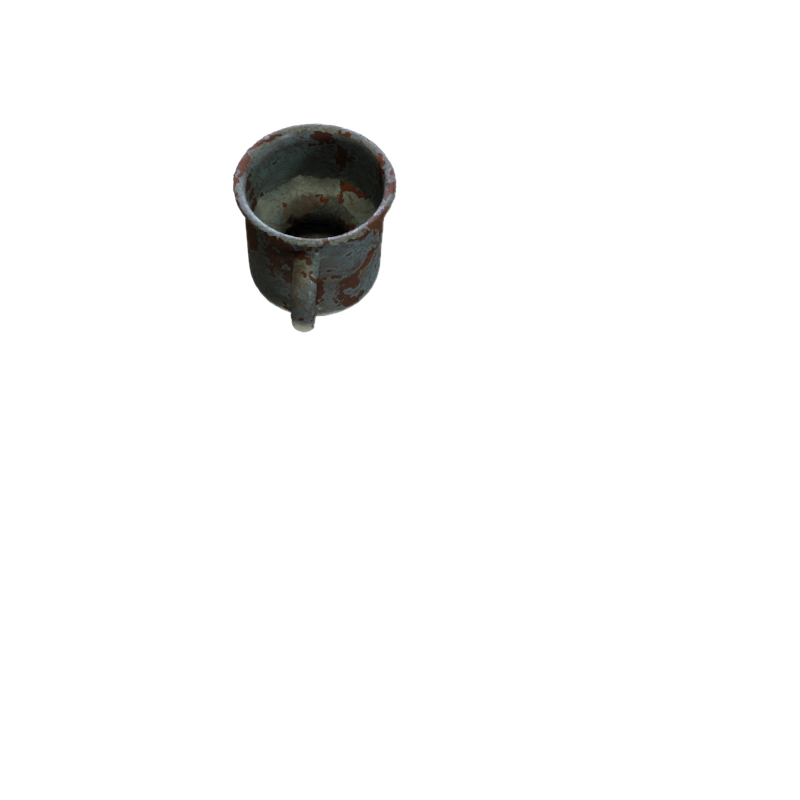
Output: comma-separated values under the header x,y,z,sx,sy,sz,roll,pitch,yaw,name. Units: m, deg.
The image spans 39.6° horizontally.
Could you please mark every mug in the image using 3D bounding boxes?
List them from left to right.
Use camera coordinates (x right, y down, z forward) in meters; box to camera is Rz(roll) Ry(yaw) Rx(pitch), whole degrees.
x,y,z,sx,sy,sz,roll,pitch,yaw,name
-0.051,-0.093,0.653,0.093,0.125,0.076,2,-35,-1,mug
